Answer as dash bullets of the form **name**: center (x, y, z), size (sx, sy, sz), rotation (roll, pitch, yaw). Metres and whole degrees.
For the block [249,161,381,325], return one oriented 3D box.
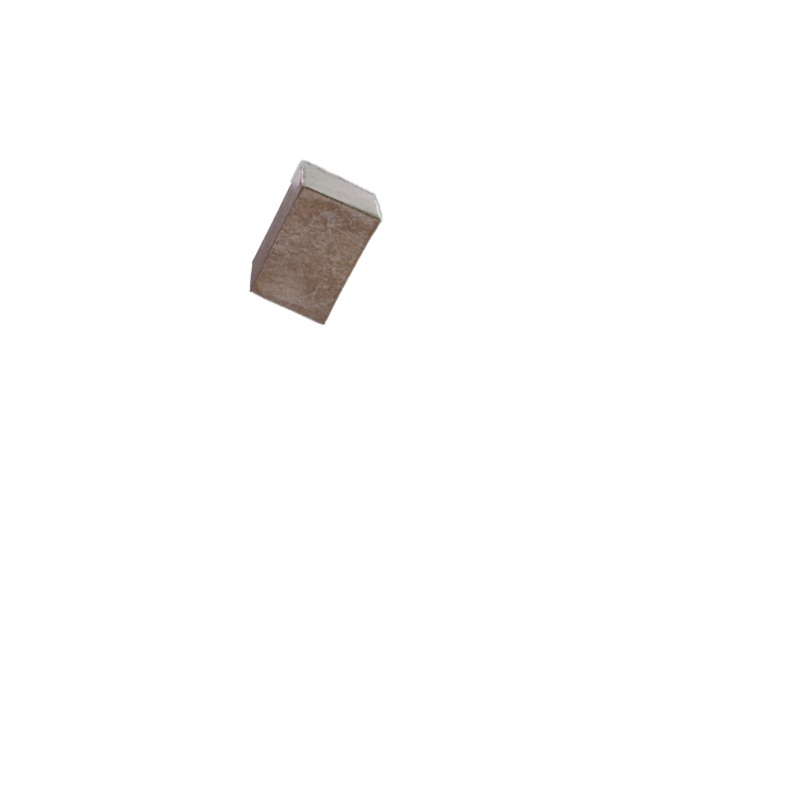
- **block**: center (-0.053, -0.097, 0.676), size (0.051, 0.076, 0.054), rotation (25, 21, -13)
